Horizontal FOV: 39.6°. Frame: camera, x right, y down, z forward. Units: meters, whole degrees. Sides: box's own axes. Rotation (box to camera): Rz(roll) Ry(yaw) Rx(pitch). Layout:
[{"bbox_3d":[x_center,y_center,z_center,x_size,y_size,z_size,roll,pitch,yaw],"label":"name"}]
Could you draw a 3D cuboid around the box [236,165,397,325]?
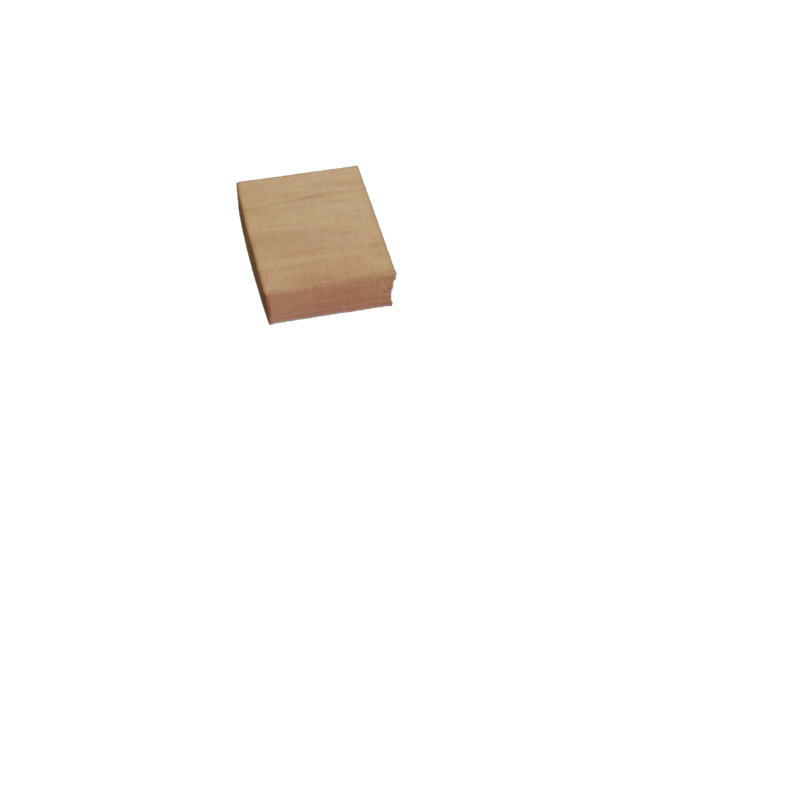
[{"bbox_3d":[-0.060,-0.109,0.767,0.089,0.123,0.036,-11,-38,-9],"label":"box"}]
